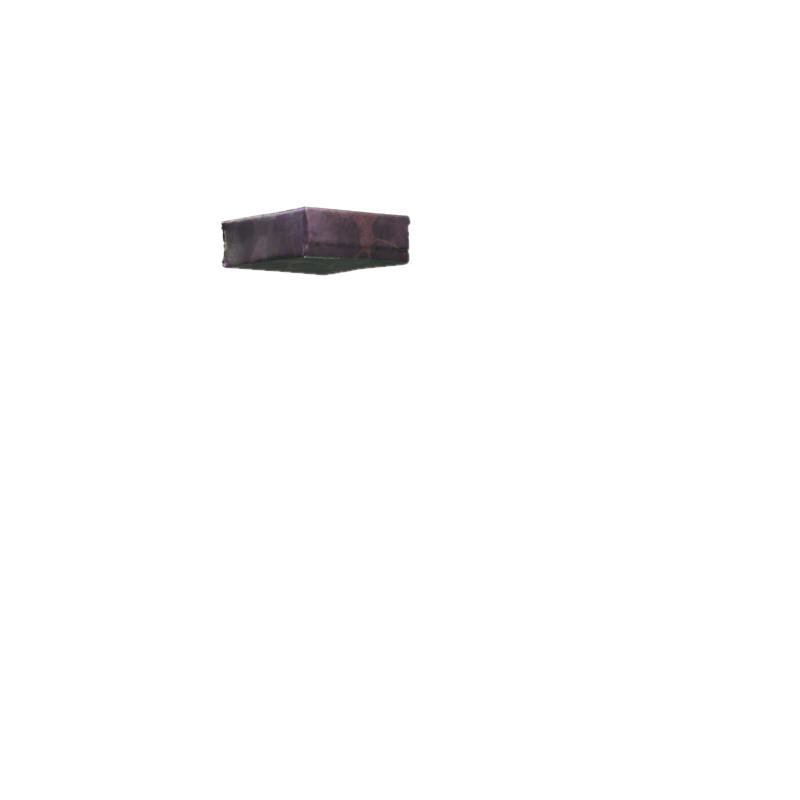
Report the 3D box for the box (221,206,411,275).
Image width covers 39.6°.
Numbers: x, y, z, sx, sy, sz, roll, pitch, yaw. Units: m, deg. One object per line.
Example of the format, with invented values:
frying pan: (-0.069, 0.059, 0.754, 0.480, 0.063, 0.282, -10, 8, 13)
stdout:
box: (-0.061, -0.112, 0.786, 0.086, 0.039, 0.117, 1, -1, -37)
